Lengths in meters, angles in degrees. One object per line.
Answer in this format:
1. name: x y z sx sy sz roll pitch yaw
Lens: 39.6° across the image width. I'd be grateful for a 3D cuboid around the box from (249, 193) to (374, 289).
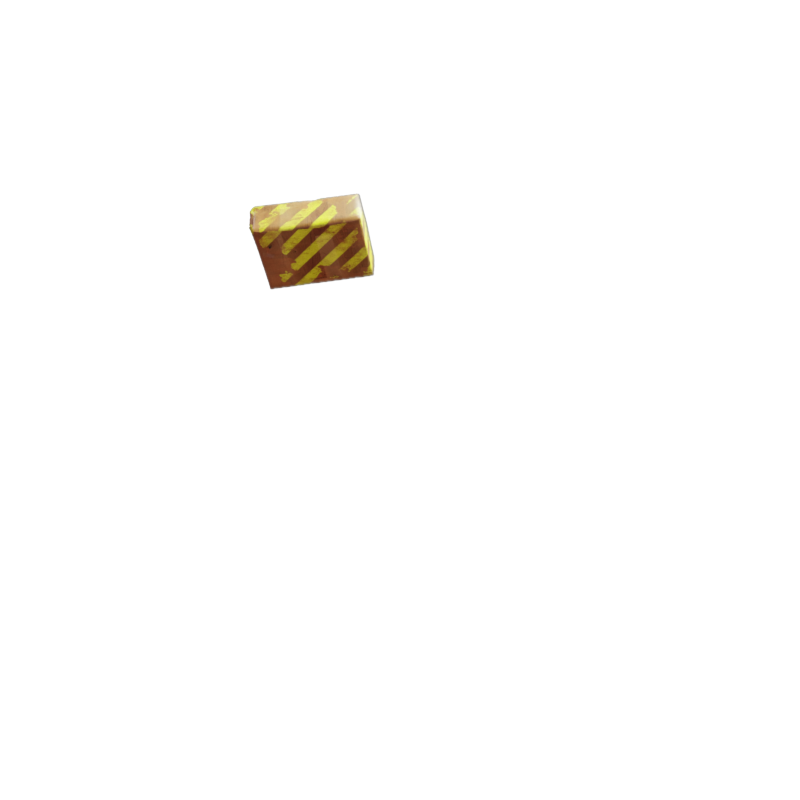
1. box: -0.070 -0.127 0.887 0.090 0.032 0.068 -6 -37 7
